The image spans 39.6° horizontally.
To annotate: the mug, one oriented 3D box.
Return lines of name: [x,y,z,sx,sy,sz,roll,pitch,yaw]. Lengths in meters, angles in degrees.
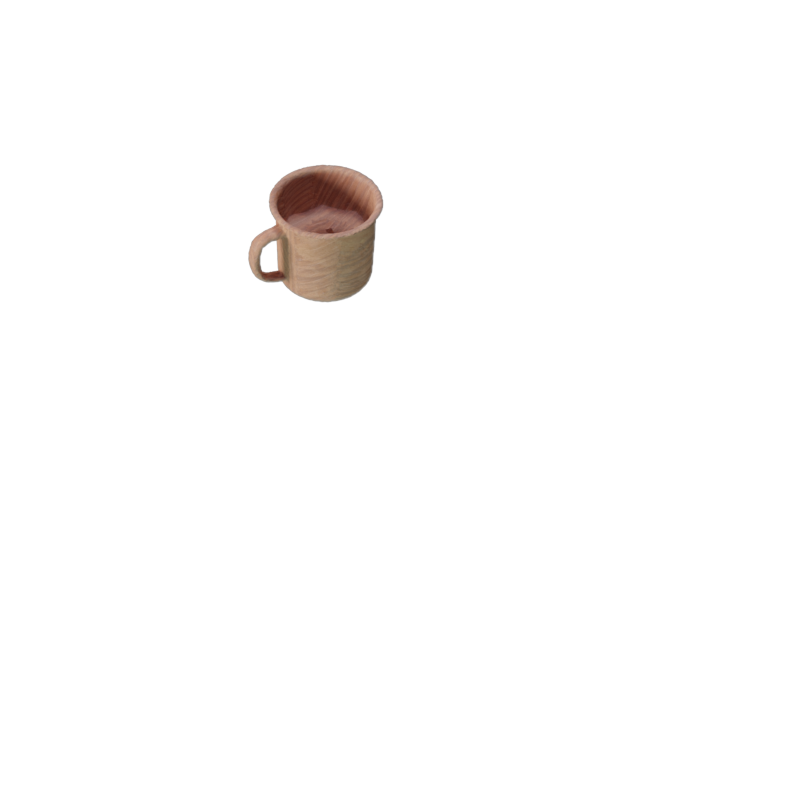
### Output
mug: [-0.072,-0.131,0.920,0.116,0.076,0.100,-26,52,-24]
